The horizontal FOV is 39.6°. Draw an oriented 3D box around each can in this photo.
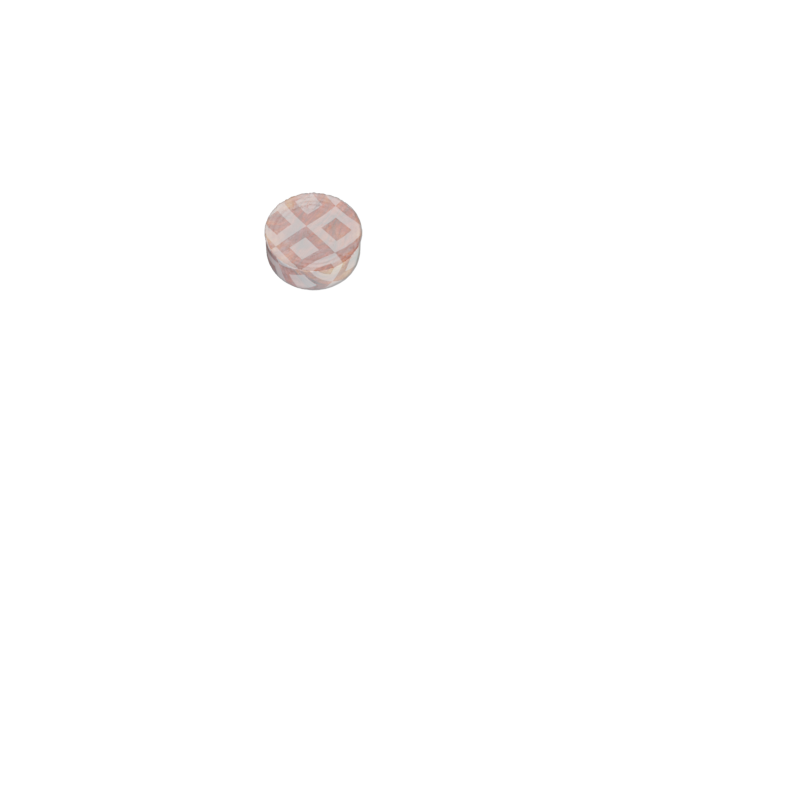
[{"bbox_3d":[-0.077,-0.141,0.984,0.086,0.092,0.031,-1,-32,-1],"label":"can"}]
